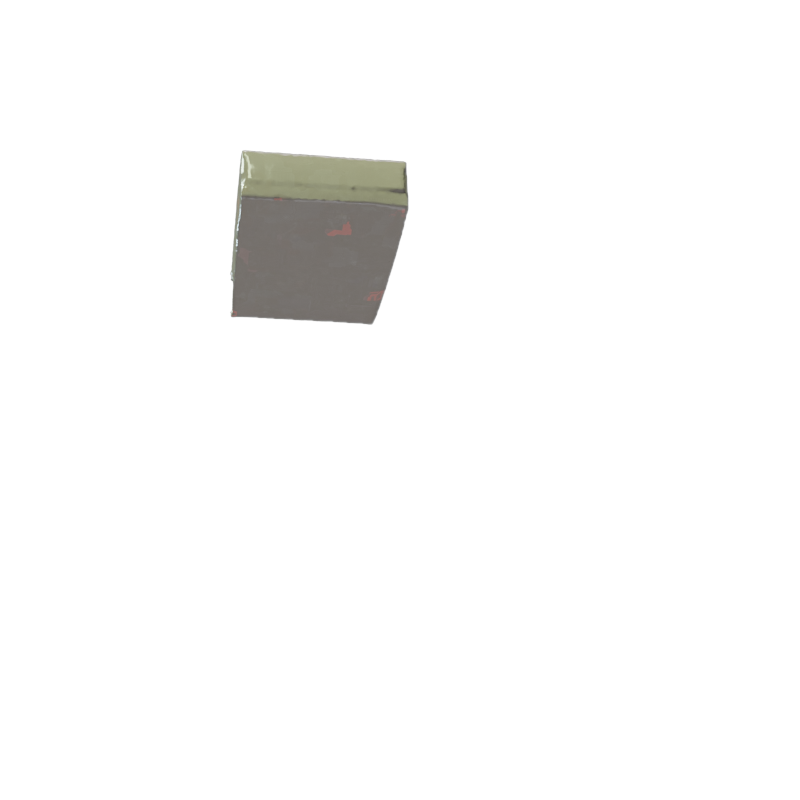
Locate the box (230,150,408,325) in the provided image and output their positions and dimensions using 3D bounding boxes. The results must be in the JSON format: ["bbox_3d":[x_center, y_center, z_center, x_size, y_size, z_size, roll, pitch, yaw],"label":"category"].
[{"bbox_3d":[-0.049,-0.089,0.623,0.089,0.042,0.107,5,-36,-8],"label":"box"}]
